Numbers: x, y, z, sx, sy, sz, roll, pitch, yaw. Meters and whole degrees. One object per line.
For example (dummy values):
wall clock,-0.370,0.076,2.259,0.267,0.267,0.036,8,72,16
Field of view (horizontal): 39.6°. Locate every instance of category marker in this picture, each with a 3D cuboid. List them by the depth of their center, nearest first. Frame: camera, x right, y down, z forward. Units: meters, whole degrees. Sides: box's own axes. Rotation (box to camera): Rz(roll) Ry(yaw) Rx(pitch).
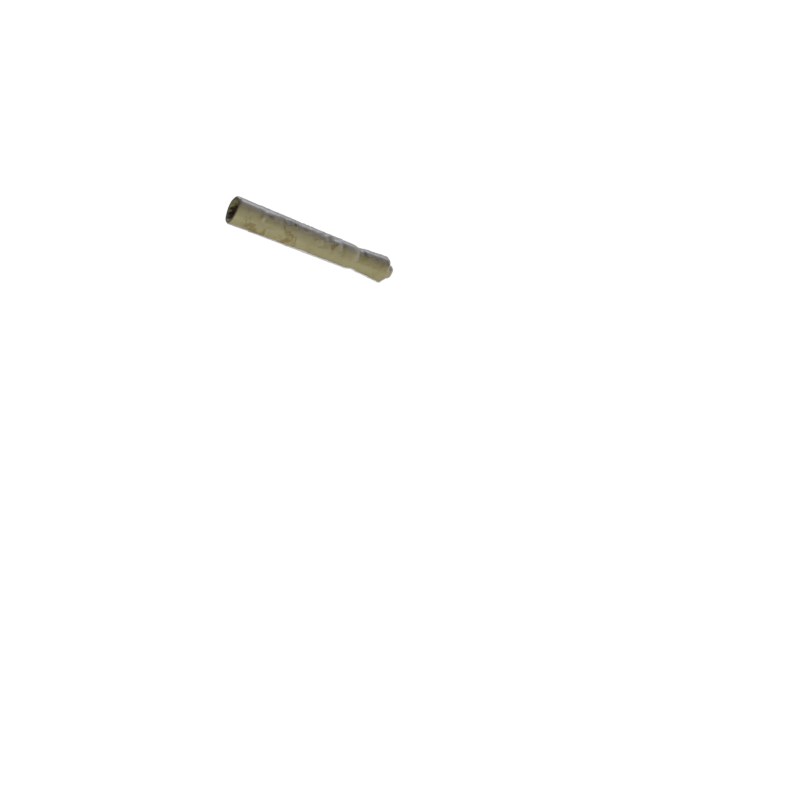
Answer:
marker,-0.057,-0.103,0.724,0.115,0.020,0.020,19,-5,-25
